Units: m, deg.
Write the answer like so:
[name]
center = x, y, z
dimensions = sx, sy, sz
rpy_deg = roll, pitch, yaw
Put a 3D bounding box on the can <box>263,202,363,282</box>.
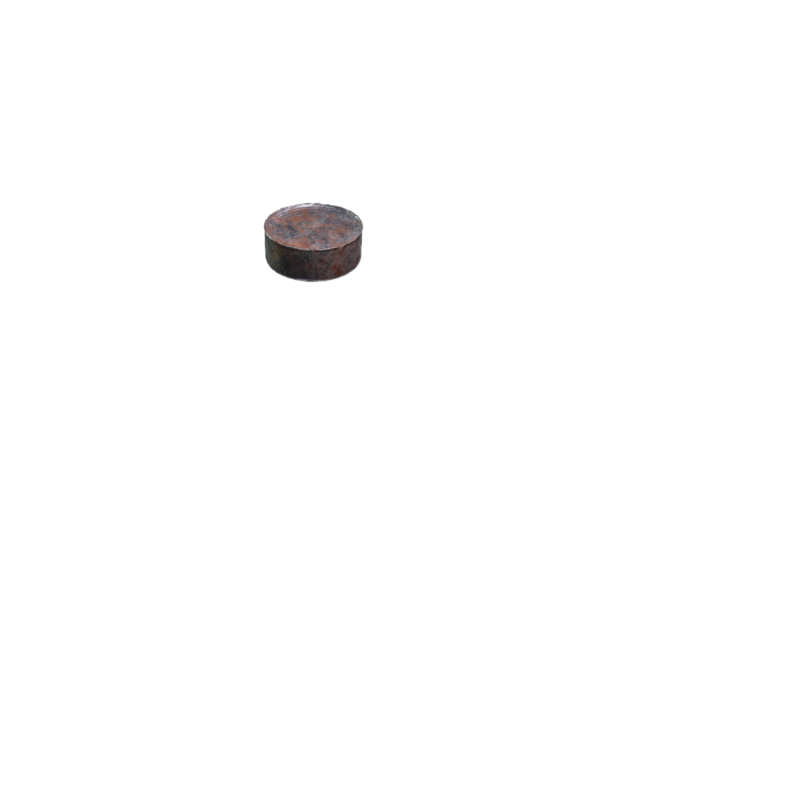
[can]
center = -0.075, -0.137, 0.961
dimensions = 0.086, 0.031, 0.092
rpy_deg = -1, 34, -2
